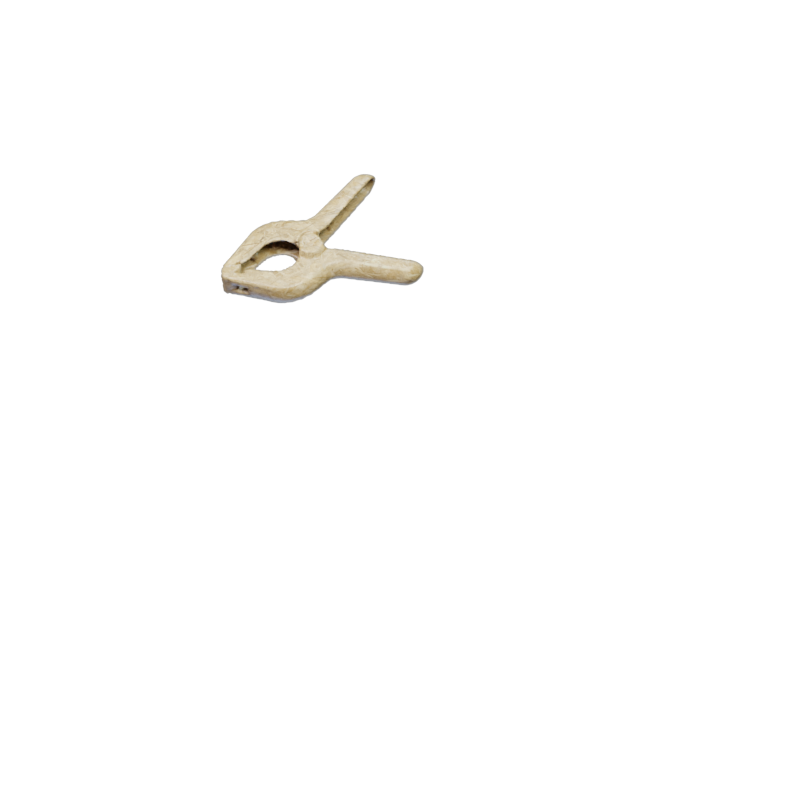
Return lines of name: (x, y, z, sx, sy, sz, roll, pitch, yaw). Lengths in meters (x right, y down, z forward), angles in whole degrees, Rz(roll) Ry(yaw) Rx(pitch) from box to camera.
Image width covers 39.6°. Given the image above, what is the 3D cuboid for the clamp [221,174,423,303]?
clamp: (-0.076, -0.139, 0.972, 0.170, 0.130, 0.037, -11, -37, -9)
